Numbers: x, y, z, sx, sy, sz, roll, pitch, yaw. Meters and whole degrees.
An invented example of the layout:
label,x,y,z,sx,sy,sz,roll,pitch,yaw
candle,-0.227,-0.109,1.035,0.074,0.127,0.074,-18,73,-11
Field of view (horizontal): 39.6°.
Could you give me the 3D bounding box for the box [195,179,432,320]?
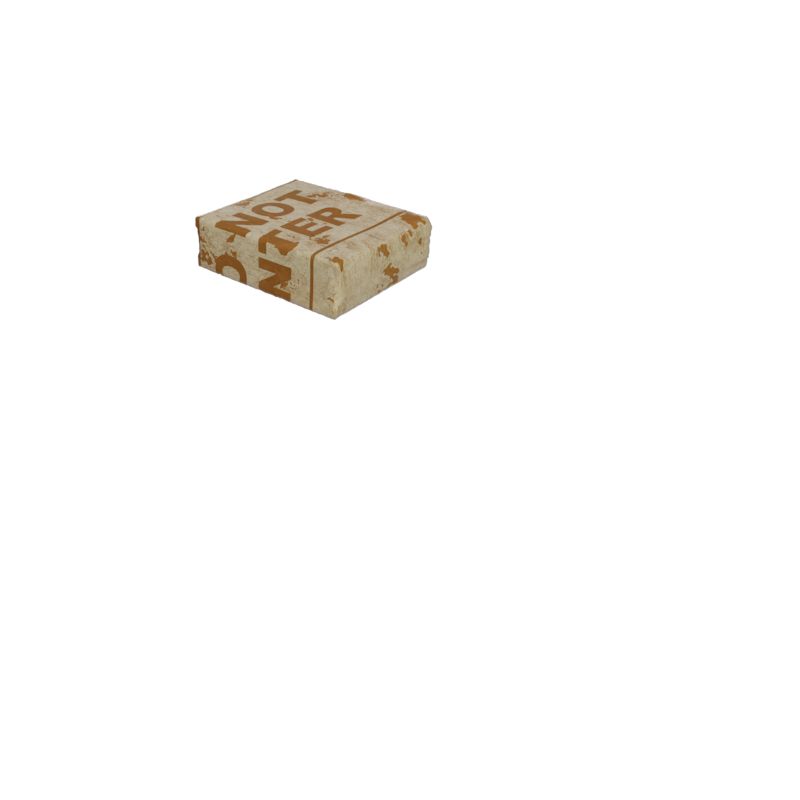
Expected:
label,x,y,z,sx,sy,sz,roll,pitch,yaw
box,-0.042,-0.076,0.532,0.094,0.029,0.073,21,35,33
